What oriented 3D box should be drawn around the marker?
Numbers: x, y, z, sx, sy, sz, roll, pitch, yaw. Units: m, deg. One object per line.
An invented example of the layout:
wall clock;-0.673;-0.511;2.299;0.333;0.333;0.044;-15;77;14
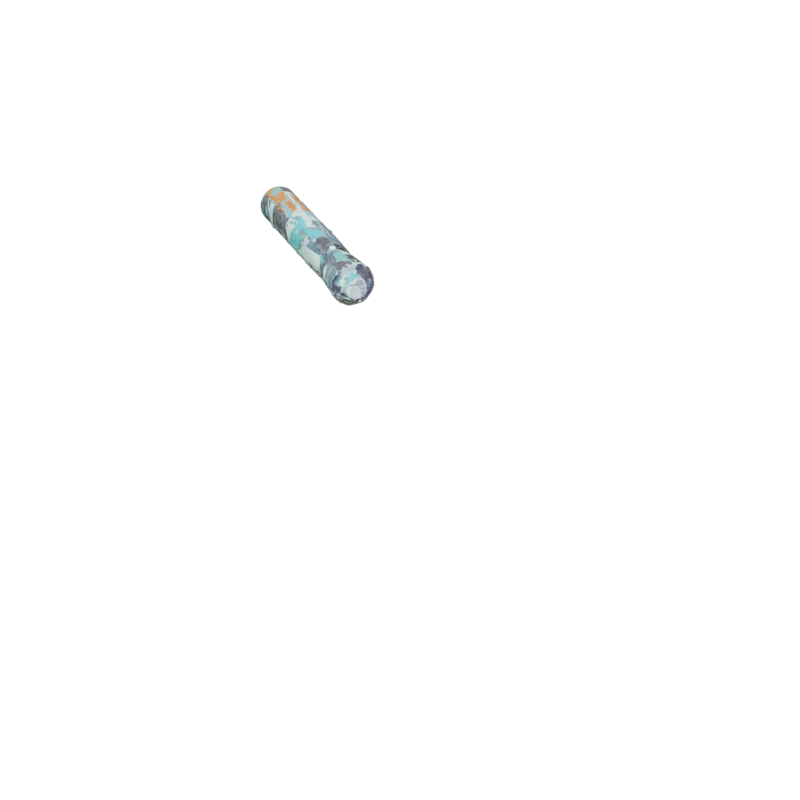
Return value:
marker;-0.039;-0.072;0.502;0.019;0.019;0.129;-2;25;-21
